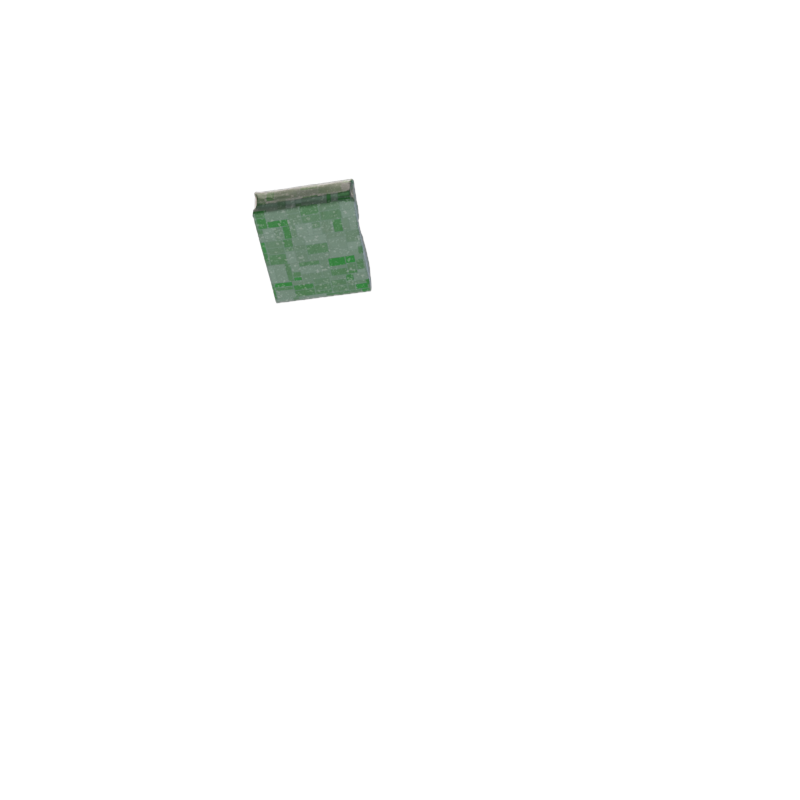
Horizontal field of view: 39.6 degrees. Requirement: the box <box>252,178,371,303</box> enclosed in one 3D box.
[{"bbox_3d":[-0.063,-0.115,0.808,0.073,0.083,0.032,-7,41,5],"label":"box"}]
